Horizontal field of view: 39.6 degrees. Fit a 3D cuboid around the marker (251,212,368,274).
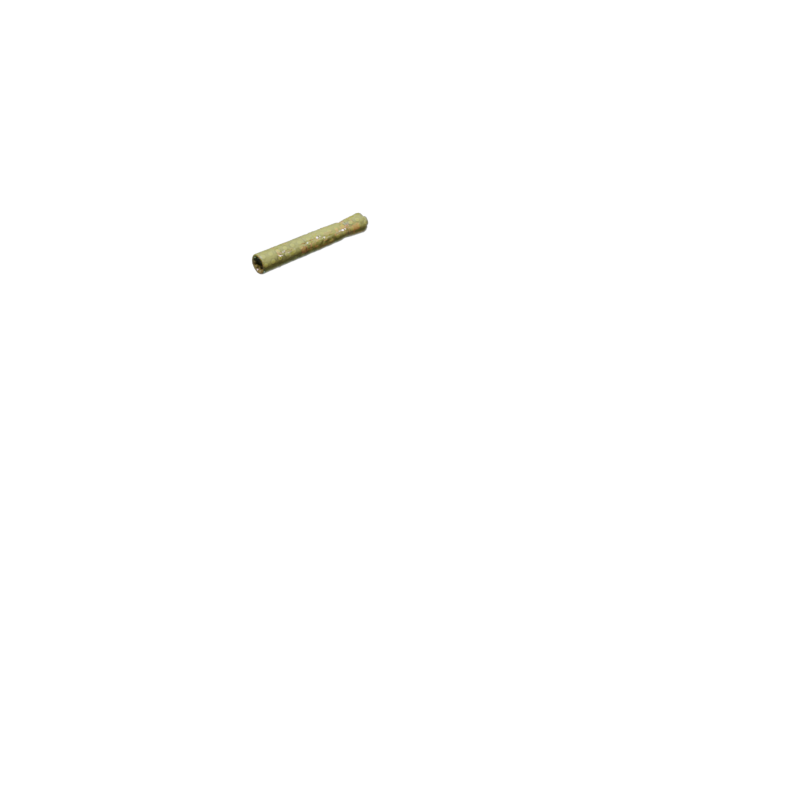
[{"bbox_3d":[-0.077,-0.140,0.978,0.120,0.019,0.021,-28,19,-32],"label":"marker"}]
